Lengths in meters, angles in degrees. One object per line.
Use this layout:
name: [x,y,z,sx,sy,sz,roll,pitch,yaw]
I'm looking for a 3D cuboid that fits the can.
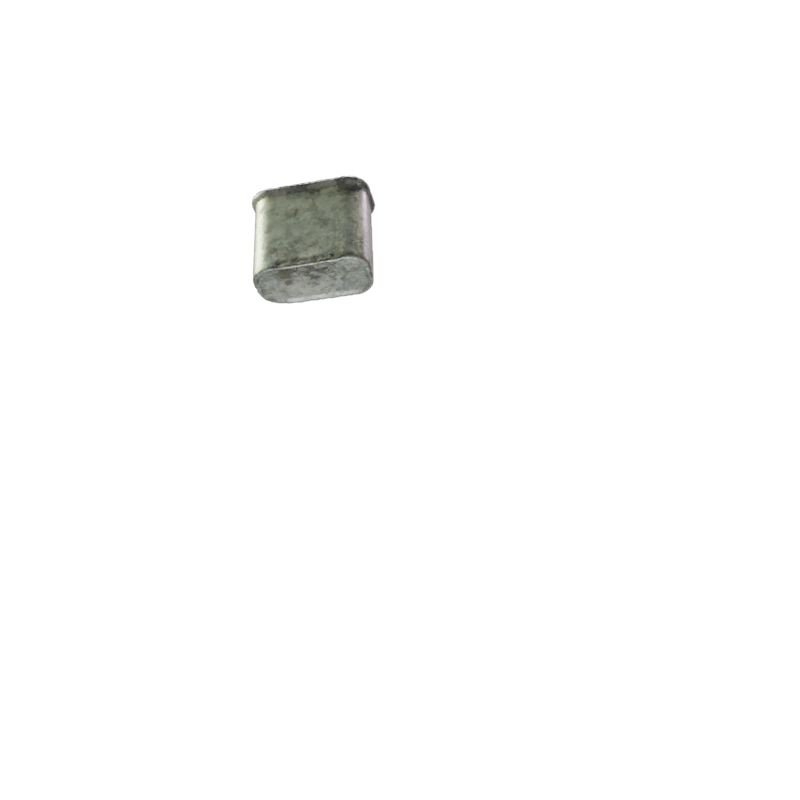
can: [-0.072,-0.131,0.916,0.103,0.090,0.053,-8,-35,10]
